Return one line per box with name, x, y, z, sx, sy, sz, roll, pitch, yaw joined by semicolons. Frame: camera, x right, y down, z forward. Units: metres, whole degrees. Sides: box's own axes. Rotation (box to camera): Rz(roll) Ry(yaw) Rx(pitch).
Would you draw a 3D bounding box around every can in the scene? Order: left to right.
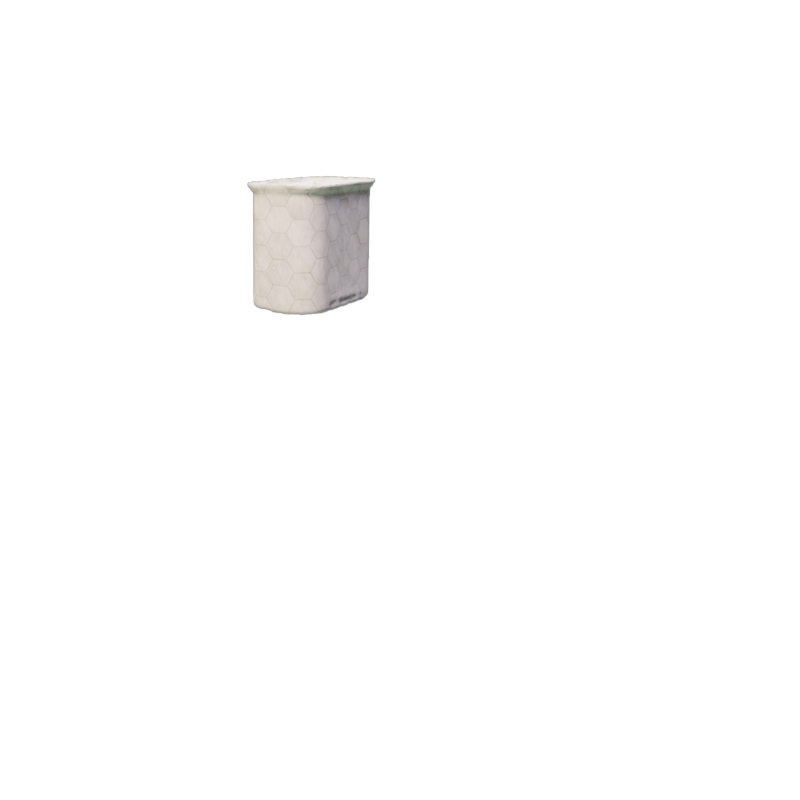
can;-0.058;-0.107;0.747;0.059;0.082;0.101;5;12;25
